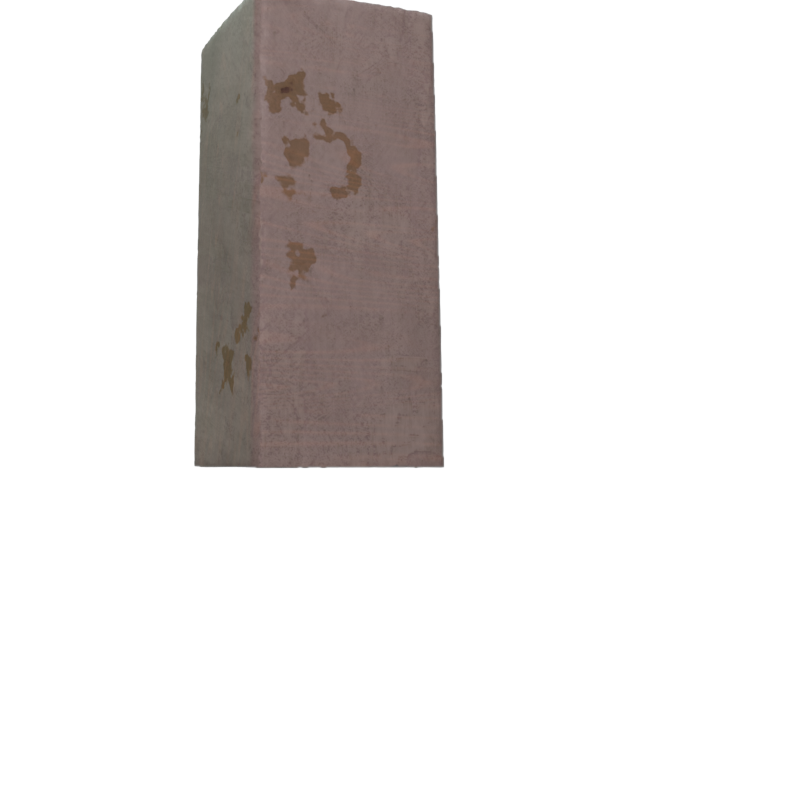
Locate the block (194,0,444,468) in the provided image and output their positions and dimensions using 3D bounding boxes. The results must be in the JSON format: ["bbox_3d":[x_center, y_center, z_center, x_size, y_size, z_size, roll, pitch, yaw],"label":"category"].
[{"bbox_3d":[-0.040,-0.074,0.517,0.088,0.211,0.091,4,-11,-24],"label":"block"}]
